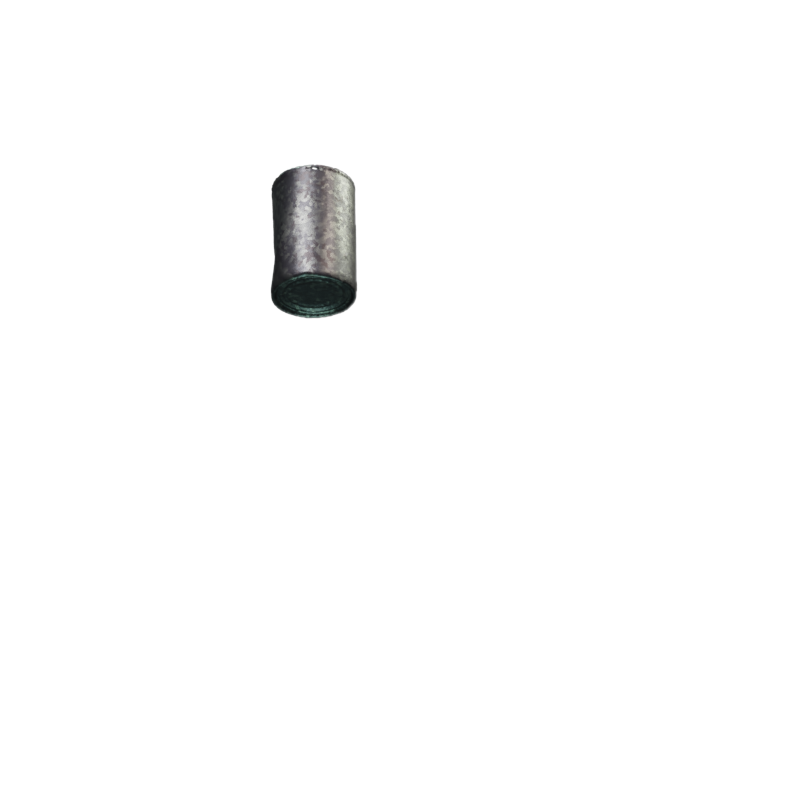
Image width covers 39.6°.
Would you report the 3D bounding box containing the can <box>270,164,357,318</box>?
[{"bbox_3d":[-0.068,-0.124,0.869,0.068,0.109,0.064,0,-30,-2],"label":"can"}]
